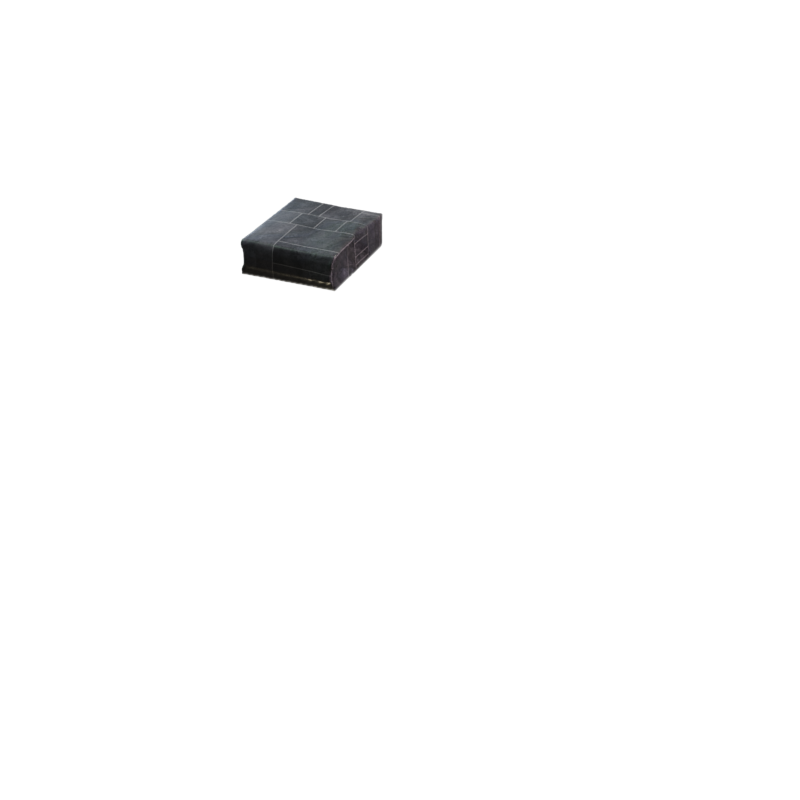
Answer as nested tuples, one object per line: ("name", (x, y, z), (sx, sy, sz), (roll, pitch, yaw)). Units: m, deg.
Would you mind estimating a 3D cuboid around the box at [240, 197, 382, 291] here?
("box", (-0.062, -0.114, 0.797), (0.076, 0.028, 0.091), (12, 32, 20))
